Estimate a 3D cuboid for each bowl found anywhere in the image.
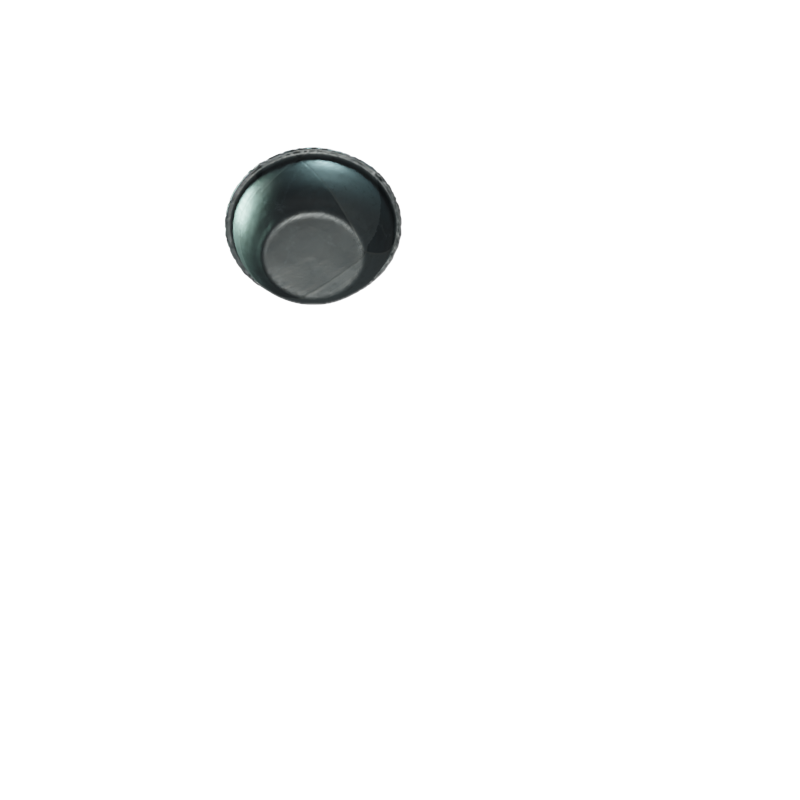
[{"bbox_3d":[-0.078,-0.142,0.991,0.162,0.152,0.059,1,33,-1],"label":"bowl"}]
